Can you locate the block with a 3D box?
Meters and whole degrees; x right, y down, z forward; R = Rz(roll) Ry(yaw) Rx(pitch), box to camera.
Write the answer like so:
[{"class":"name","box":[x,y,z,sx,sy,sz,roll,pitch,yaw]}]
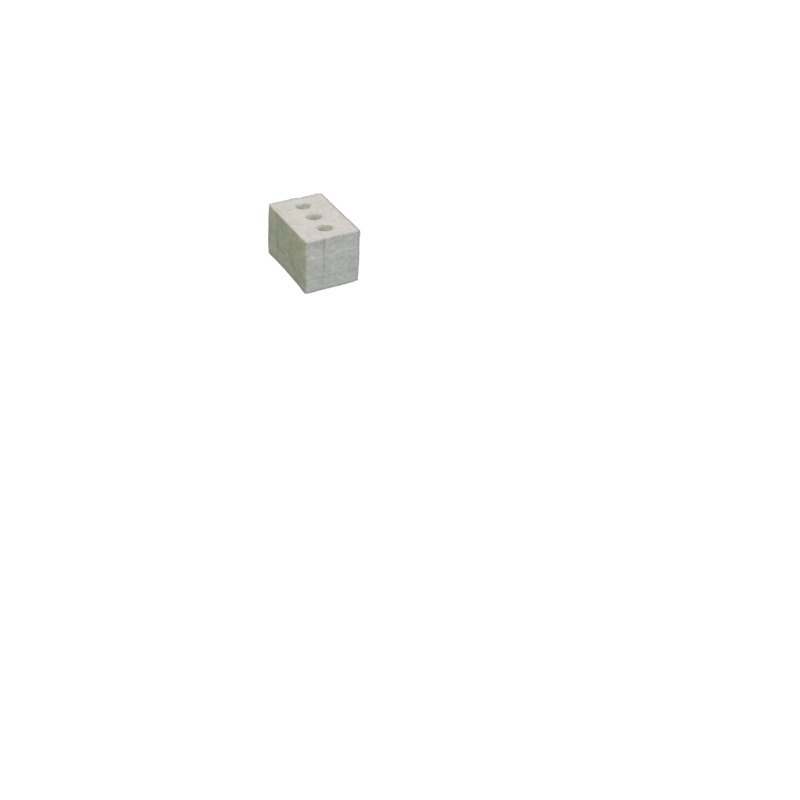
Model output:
[{"class":"block","box":[-0.074,-0.135,0.949,0.052,0.048,0.084,-16,38,-24]}]
